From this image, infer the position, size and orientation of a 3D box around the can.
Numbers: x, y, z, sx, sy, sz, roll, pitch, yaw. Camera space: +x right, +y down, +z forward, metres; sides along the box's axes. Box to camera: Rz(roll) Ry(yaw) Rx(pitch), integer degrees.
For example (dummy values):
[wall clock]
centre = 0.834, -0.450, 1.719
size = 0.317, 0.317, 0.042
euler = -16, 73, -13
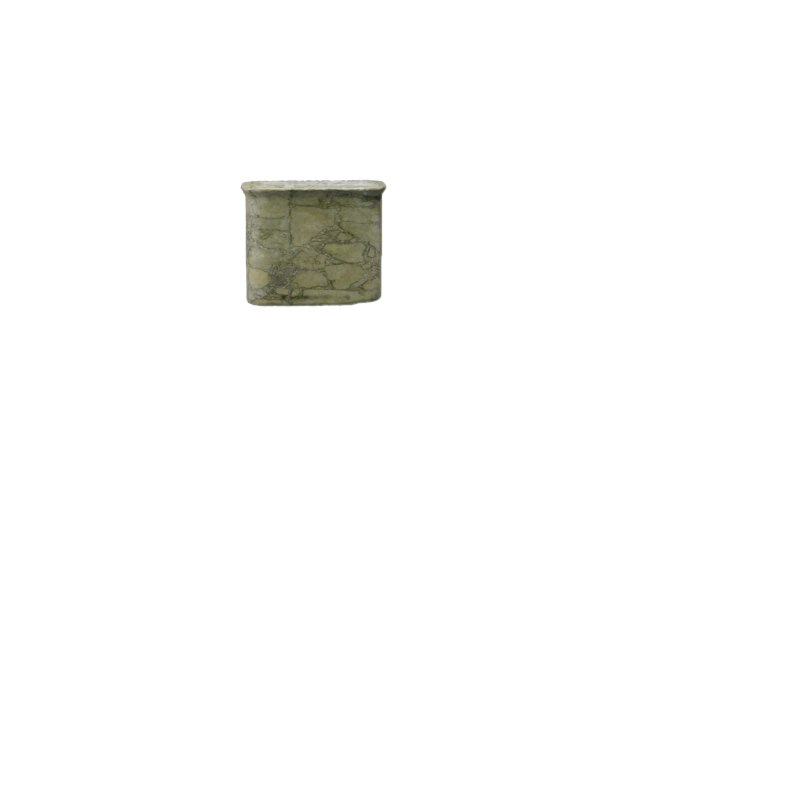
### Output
[can]
centre = -0.062, -0.113, 0.789
size = 0.101, 0.082, 0.059
euler = 0, 11, -3
